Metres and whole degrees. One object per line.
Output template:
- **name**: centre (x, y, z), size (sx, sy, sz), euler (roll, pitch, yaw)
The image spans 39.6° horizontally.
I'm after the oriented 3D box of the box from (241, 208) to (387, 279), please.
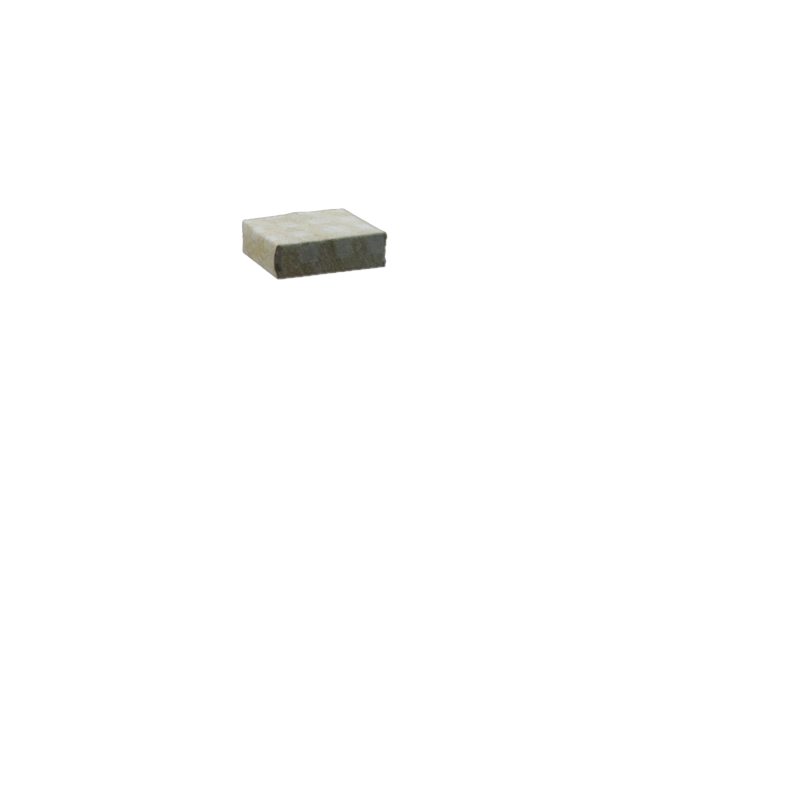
- **box**: centre (-0.065, -0.118, 0.827), size (0.087, 0.029, 0.078), euler (-10, 25, -23)
